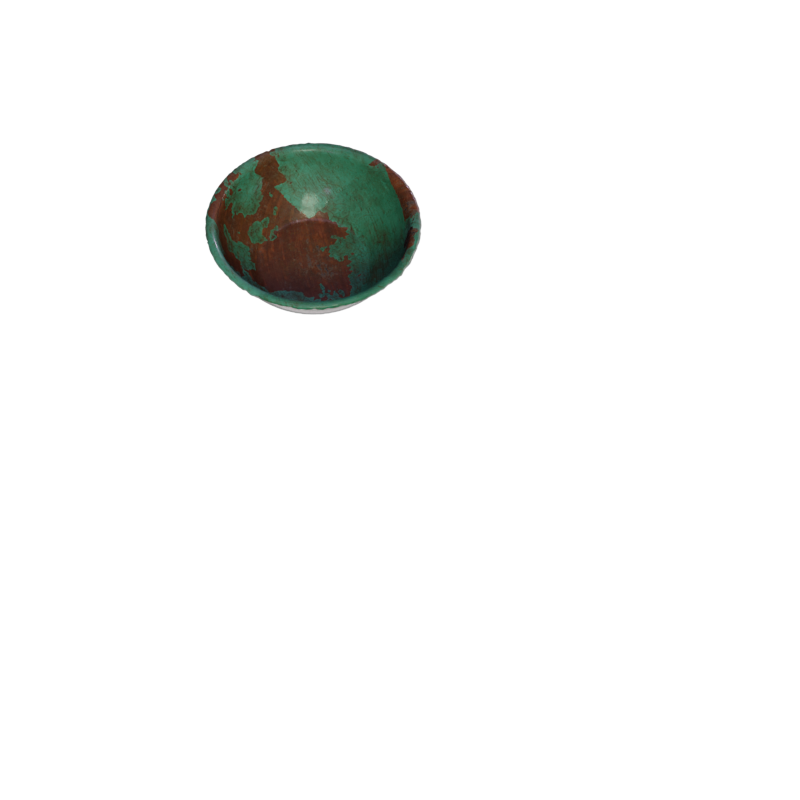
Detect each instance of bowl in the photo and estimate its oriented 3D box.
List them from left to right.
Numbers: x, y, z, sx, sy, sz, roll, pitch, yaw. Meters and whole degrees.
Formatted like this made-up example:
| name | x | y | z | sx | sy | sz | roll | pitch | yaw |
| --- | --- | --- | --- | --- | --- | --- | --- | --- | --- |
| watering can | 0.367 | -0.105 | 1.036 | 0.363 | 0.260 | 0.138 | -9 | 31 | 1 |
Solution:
| name | x | y | z | sx | sy | sz | roll | pitch | yaw |
| --- | --- | --- | --- | --- | --- | --- | --- | --- | --- |
| bowl | -0.066 | -0.121 | 0.848 | 0.162 | 0.174 | 0.051 | -1 | -35 | -1 |
